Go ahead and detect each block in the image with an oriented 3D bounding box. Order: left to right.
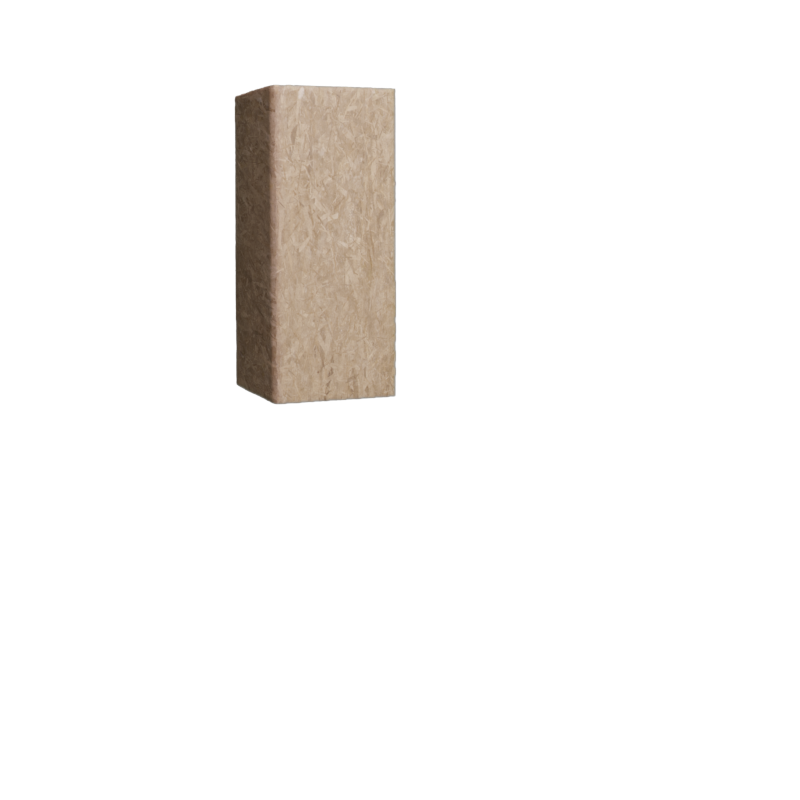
[{"bbox_3d":[-0.060,-0.109,0.765,0.088,0.205,0.093,-1,4,-23],"label":"block"}]
